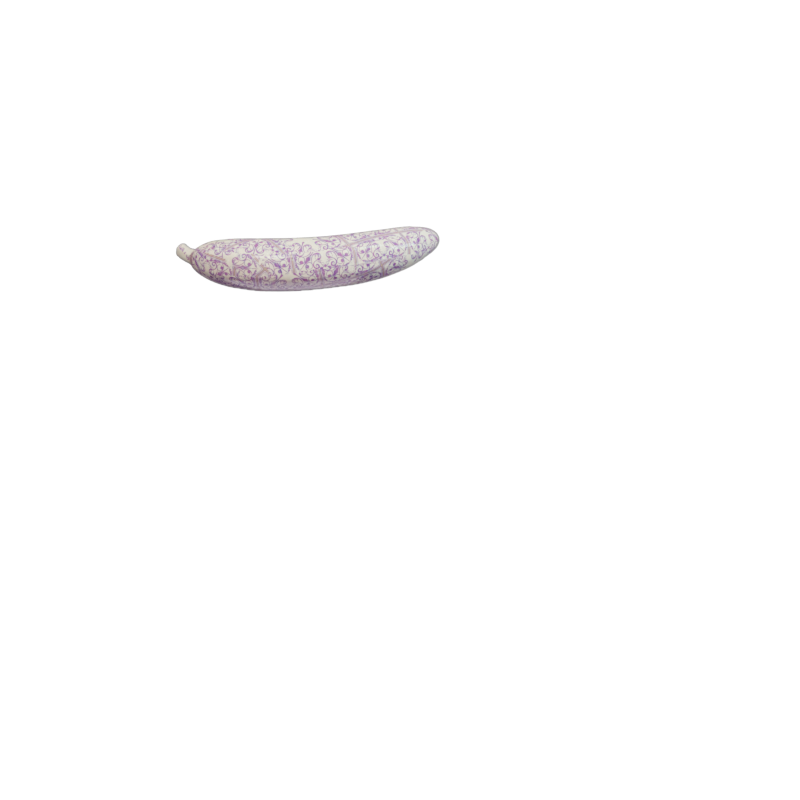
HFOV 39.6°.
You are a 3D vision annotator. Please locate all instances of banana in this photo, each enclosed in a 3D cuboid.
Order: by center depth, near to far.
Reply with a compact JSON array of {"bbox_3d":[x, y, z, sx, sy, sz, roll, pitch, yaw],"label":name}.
[{"bbox_3d":[-0.066,-0.106,0.806,0.197,0.034,0.074,-2,34,-3],"label":"banana"}]
